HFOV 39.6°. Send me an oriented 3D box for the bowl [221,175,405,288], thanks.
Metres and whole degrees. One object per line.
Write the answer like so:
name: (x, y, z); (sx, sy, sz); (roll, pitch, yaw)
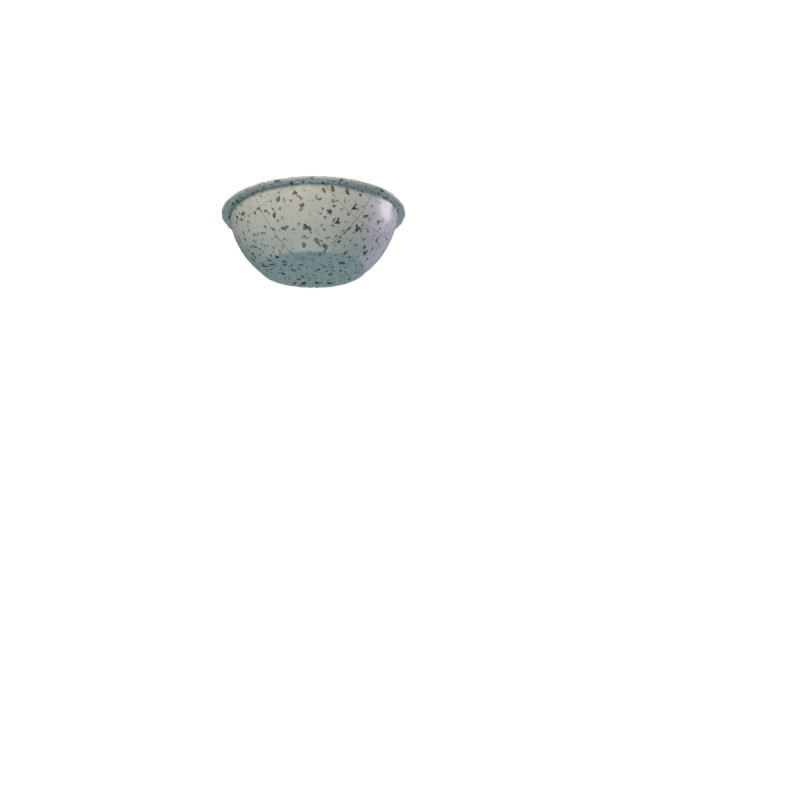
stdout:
bowl: (-0.076, -0.138, 0.969); (0.162, 0.057, 0.155); (0, -16, -2)
